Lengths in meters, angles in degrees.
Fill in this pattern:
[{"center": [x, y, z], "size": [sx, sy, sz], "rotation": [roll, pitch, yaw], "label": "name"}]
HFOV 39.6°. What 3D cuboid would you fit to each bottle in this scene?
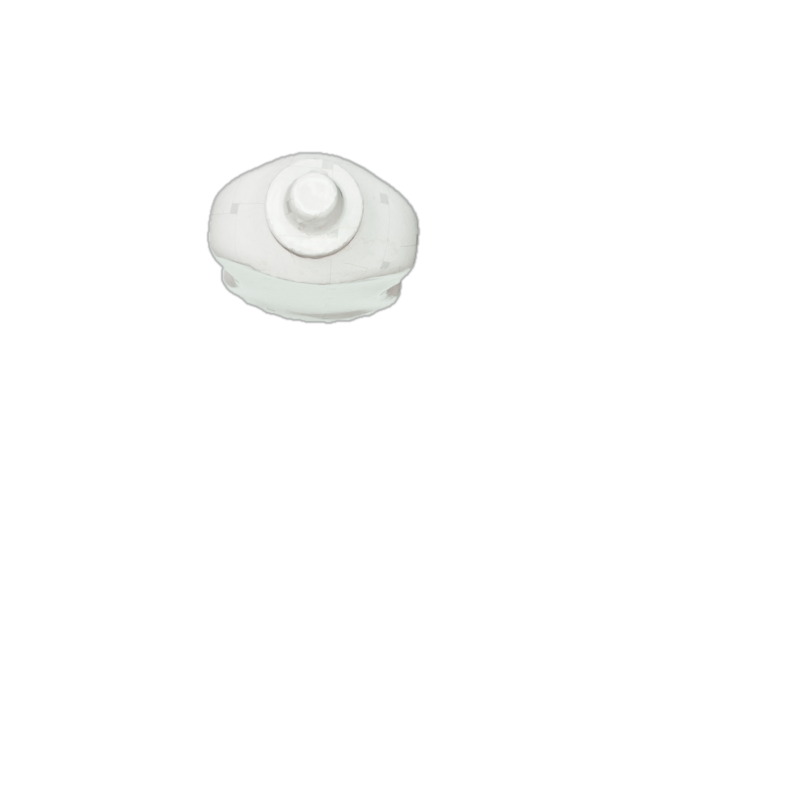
[{"center": [-0.041, -0.076, 0.526], "size": [0.096, 0.059, 0.189], "rotation": [7, -4, -3], "label": "bottle"}]
